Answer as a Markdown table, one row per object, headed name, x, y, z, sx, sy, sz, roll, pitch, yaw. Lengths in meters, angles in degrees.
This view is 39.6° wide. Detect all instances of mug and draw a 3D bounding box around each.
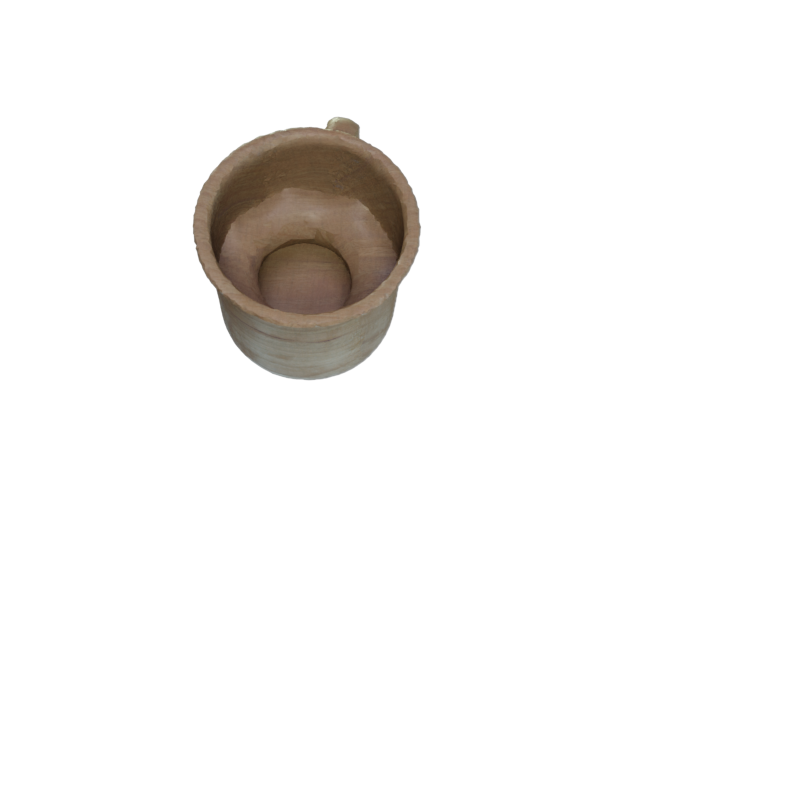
| name | x | y | z | sx | sy | sz | roll | pitch | yaw |
| --- | --- | --- | --- | --- | --- | --- | --- | --- | --- |
| mug | -0.039 | -0.070 | 0.492 | 0.094 | 0.123 | 0.077 | 11 | -24 | 3 |
